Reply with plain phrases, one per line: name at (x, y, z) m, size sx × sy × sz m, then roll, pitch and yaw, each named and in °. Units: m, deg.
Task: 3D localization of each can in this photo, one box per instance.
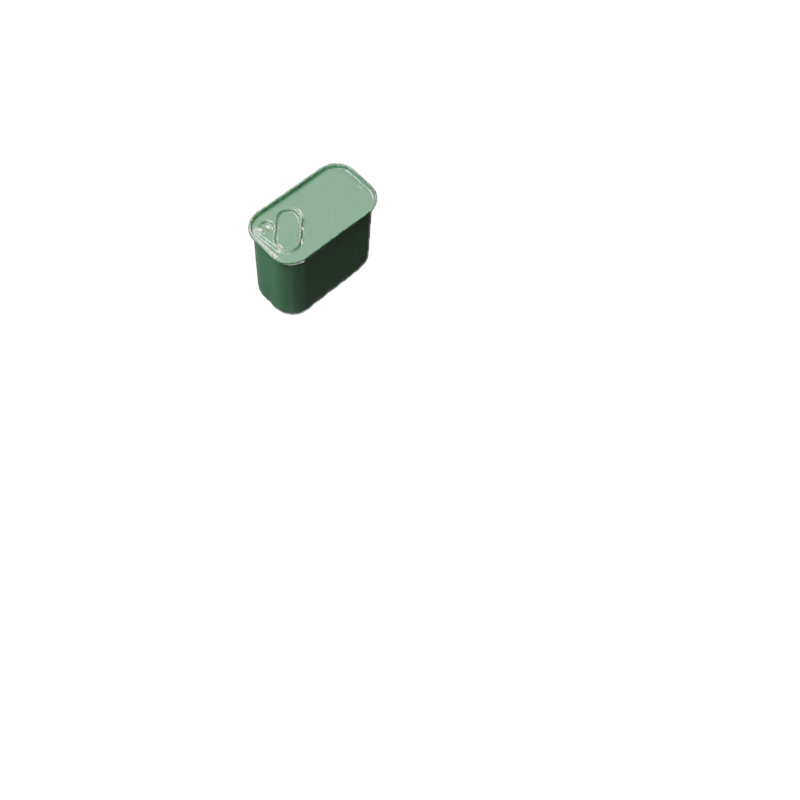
can at (-0.069, -0.126, 0.882) m, size 0.103 × 0.061 × 0.079 m, roll -39°, pitch -21°, yaw -21°
